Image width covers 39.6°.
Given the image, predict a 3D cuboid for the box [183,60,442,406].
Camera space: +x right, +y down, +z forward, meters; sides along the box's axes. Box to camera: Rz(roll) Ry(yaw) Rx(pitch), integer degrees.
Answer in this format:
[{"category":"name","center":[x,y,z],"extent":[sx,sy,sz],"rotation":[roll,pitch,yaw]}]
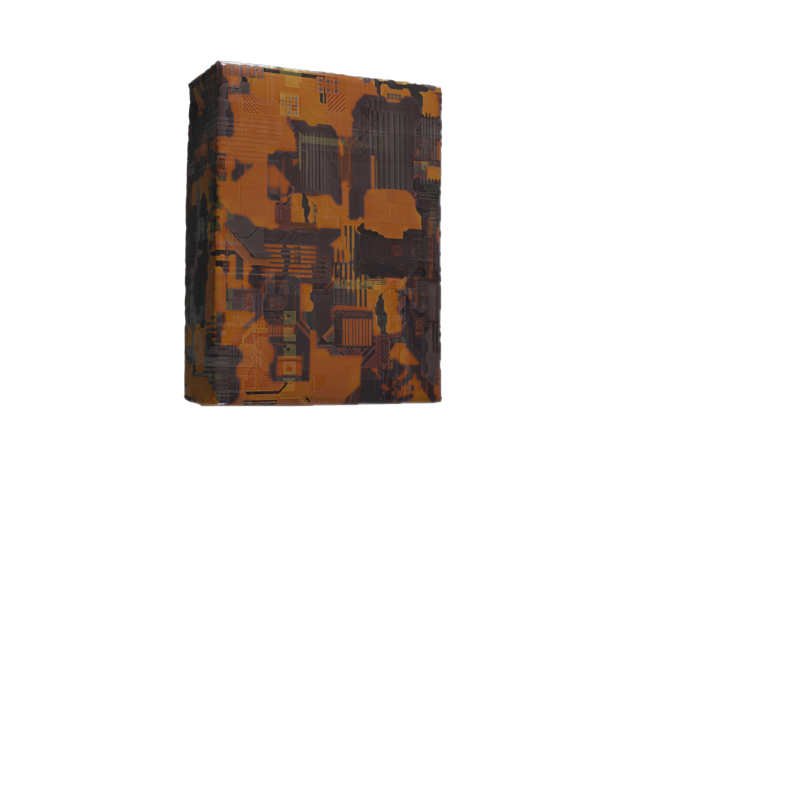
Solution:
[{"category":"box","center":[-0.057,-0.105,0.733],"extent":[0.159,0.217,0.073],"rotation":[1,-5,-27]}]
